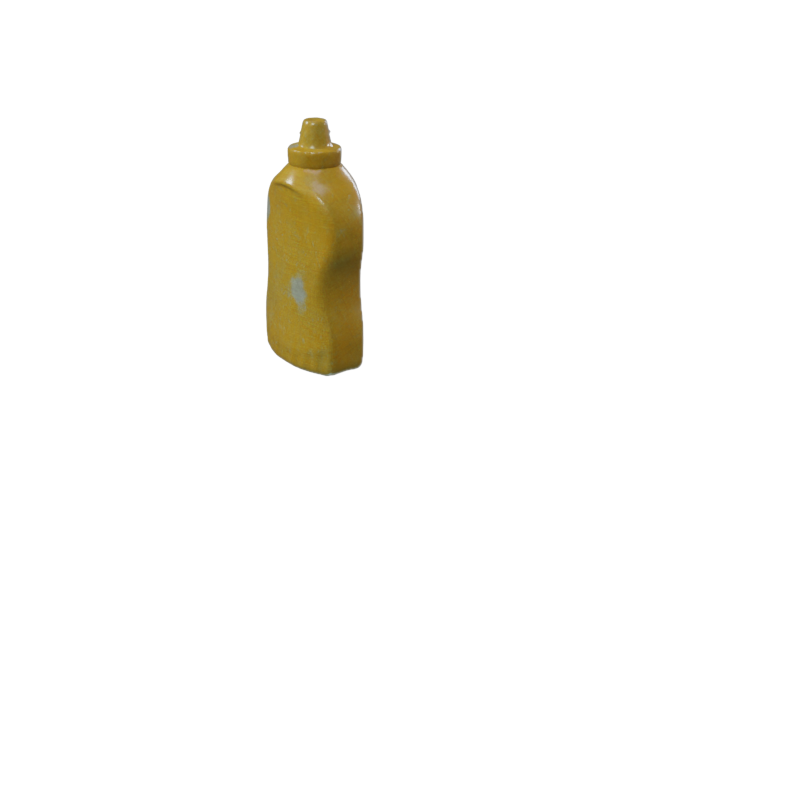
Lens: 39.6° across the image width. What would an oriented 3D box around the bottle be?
[{"bbox_3d":[-0.067,-0.123,0.858,0.057,0.184,0.102,-11,24,-33],"label":"bottle"}]
